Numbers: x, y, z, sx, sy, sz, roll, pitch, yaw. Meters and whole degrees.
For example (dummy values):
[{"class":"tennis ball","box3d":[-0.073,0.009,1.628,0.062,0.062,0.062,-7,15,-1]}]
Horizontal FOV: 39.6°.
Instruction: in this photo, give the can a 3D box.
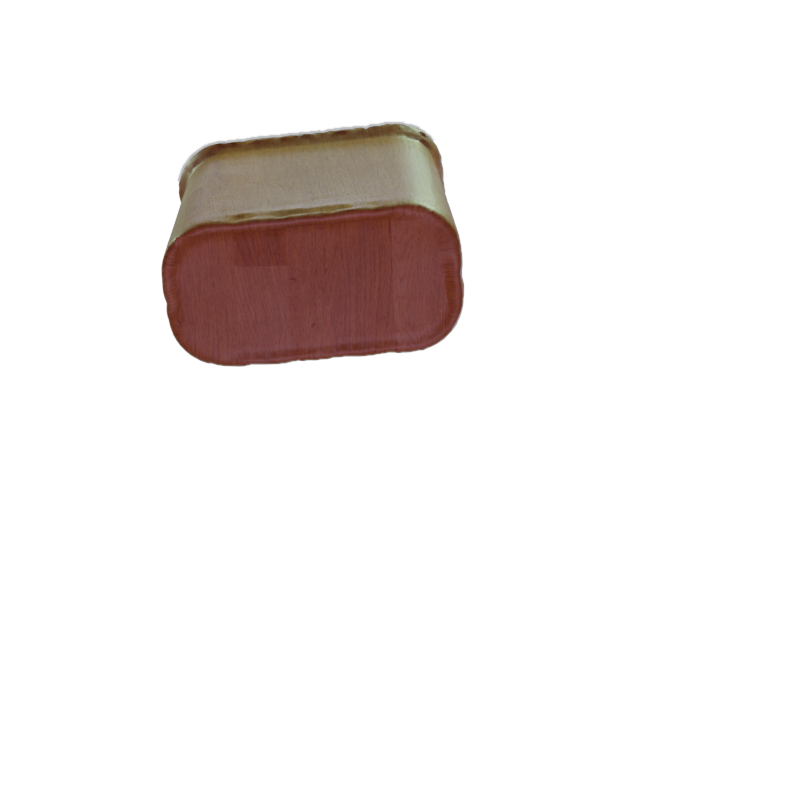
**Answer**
[{"class":"can","box3d":[-0.030,-0.056,0.391,0.102,0.054,0.088,-6,27,1]}]
